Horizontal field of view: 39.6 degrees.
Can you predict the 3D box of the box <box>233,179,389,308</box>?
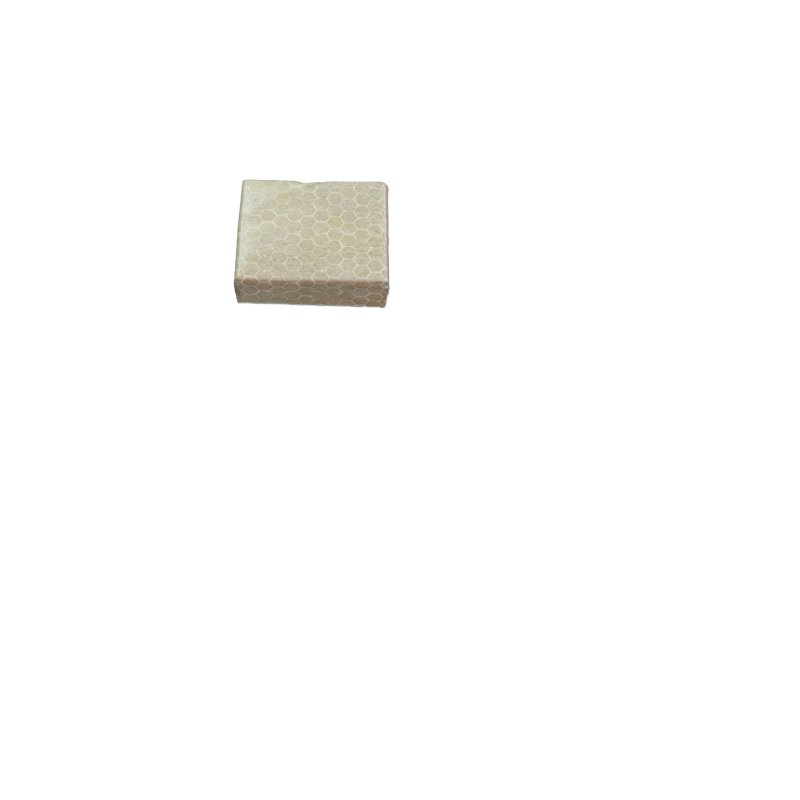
[{"bbox_3d":[-0.051,-0.093,0.652,0.089,0.078,0.028,1,-33,0],"label":"box"}]
